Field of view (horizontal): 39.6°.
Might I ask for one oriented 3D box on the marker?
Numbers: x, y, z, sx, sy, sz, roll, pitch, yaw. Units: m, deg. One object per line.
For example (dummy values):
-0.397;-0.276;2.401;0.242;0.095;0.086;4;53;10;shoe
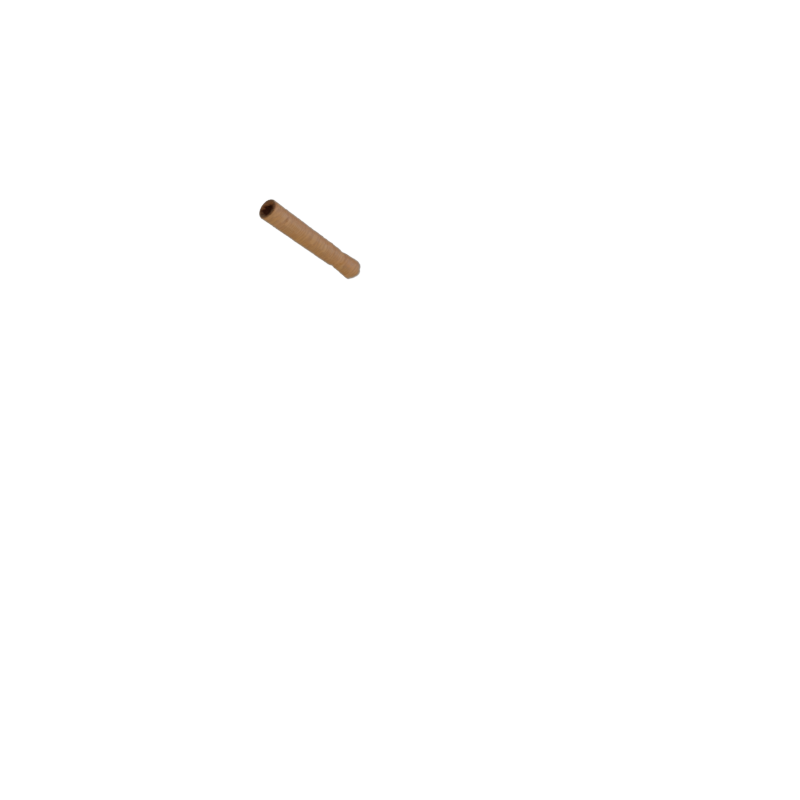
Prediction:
-0.075;-0.137;0.963;0.021;0.020;0.113;3;-21;45;marker
